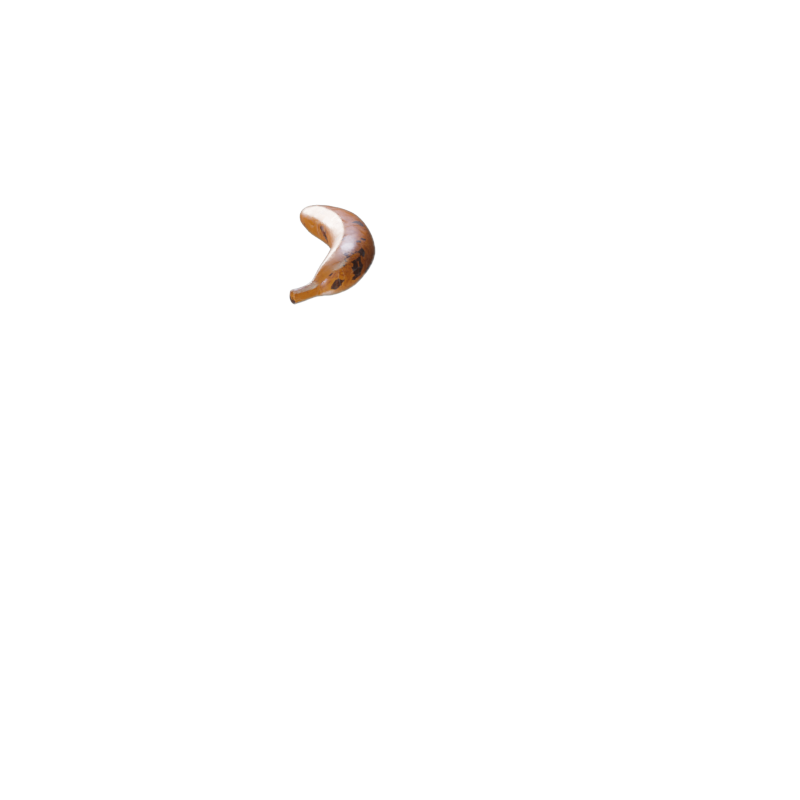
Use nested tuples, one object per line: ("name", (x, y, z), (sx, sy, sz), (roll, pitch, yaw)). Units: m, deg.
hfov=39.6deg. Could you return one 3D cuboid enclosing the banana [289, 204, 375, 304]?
("banana", (-0.057, -0.135, 0.956), (0.069, 0.035, 0.208), (0, 26, -1))
